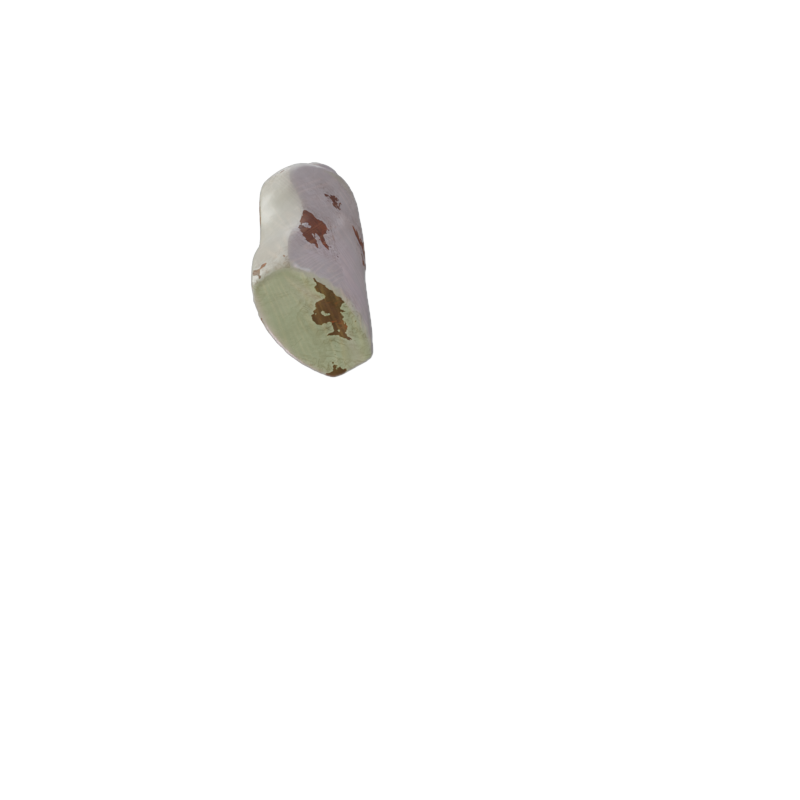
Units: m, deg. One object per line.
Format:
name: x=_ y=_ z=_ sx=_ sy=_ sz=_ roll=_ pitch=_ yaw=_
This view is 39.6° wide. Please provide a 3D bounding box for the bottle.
bottle: x=-0.060 y=-0.110 z=0.768 sx=0.058 sy=0.205 sz=0.090 roll=-31 pitch=-56 yaw=19
